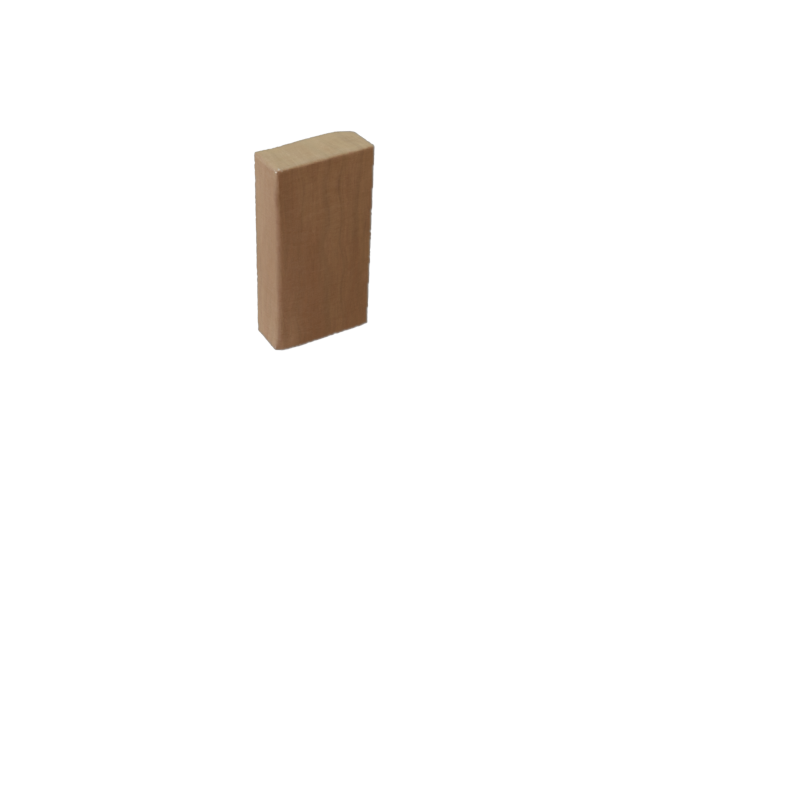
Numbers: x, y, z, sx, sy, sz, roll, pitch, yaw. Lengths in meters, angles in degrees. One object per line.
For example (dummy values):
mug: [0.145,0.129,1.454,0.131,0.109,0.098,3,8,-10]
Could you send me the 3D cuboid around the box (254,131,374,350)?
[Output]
box: [-0.072,-0.132,0.924,0.092,0.166,0.052,-18,37,-28]
